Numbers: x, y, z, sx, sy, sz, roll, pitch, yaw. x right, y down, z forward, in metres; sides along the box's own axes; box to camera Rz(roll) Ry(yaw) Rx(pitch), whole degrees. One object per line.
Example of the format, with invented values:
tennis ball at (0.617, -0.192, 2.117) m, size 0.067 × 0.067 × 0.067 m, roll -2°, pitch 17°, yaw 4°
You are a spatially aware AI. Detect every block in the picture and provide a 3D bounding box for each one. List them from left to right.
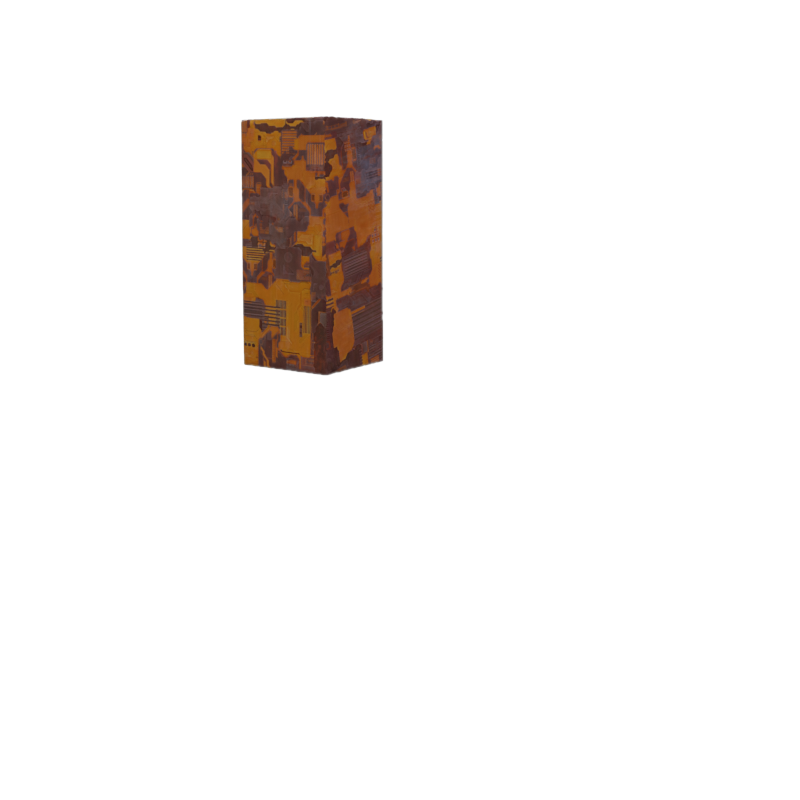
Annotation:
block at (-0.074, -0.134, 0.938) m, size 0.094 × 0.204 × 0.088 m, roll 4°, pitch 6°, yaw 33°
